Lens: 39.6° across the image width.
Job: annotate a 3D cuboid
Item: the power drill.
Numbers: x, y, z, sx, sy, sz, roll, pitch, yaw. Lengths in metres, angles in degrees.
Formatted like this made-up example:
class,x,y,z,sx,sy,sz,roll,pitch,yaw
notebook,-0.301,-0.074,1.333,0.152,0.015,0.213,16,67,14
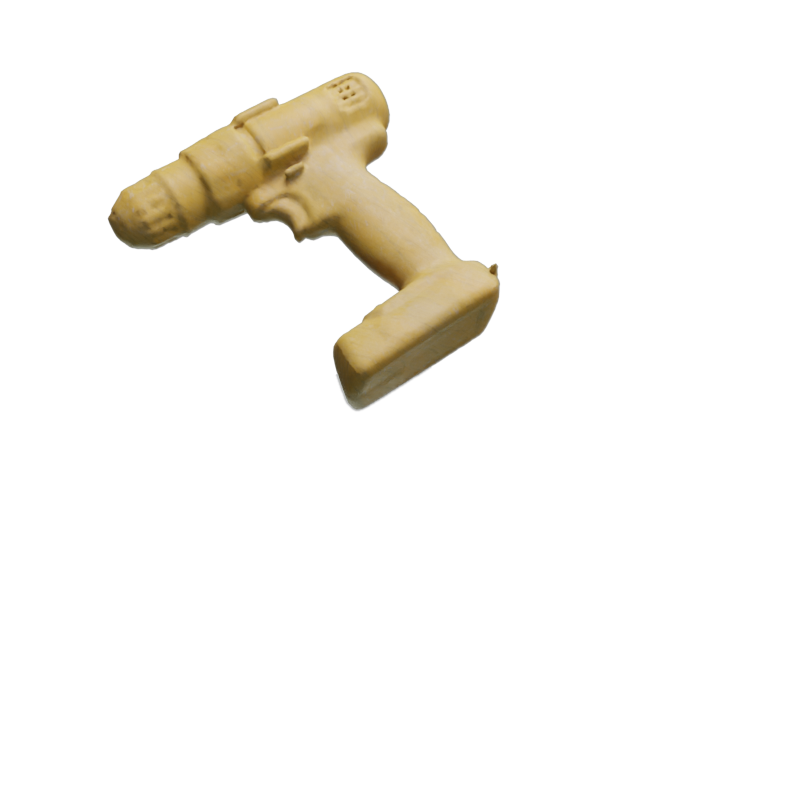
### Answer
class,x,y,z,sx,sy,sz,roll,pitch,yaw
power drill,-0.050,-0.090,0.633,0.184,0.199,0.054,-31,-23,-15
